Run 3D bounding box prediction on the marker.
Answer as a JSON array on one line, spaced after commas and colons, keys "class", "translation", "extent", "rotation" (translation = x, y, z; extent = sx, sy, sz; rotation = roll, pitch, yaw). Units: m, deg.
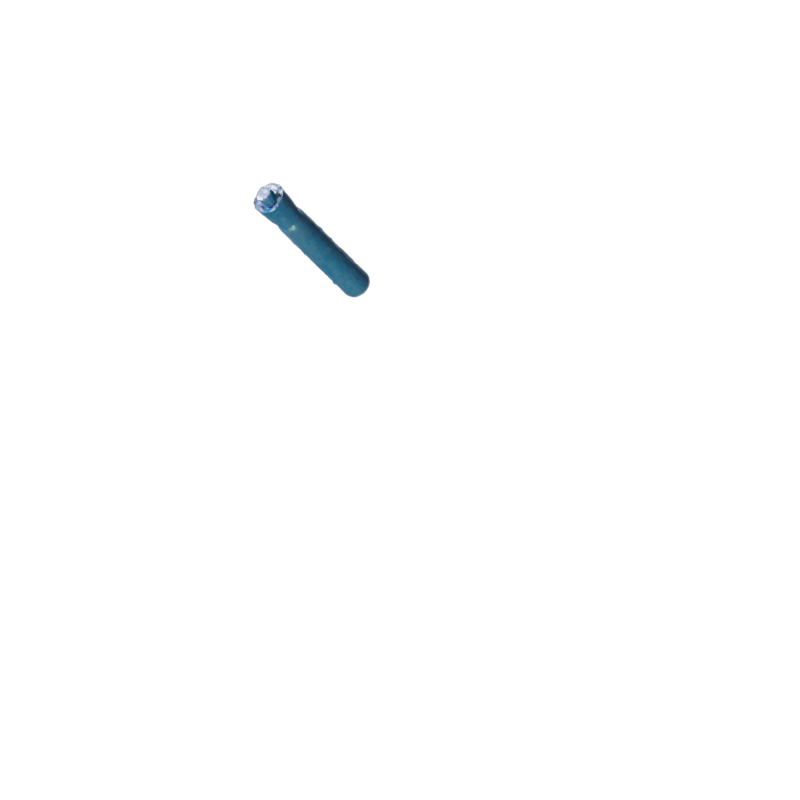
[{"class": "marker", "translation": [-0.051, -0.093, 0.653], "extent": [0.020, 0.020, 0.112], "rotation": [2, -20, 28]}]
